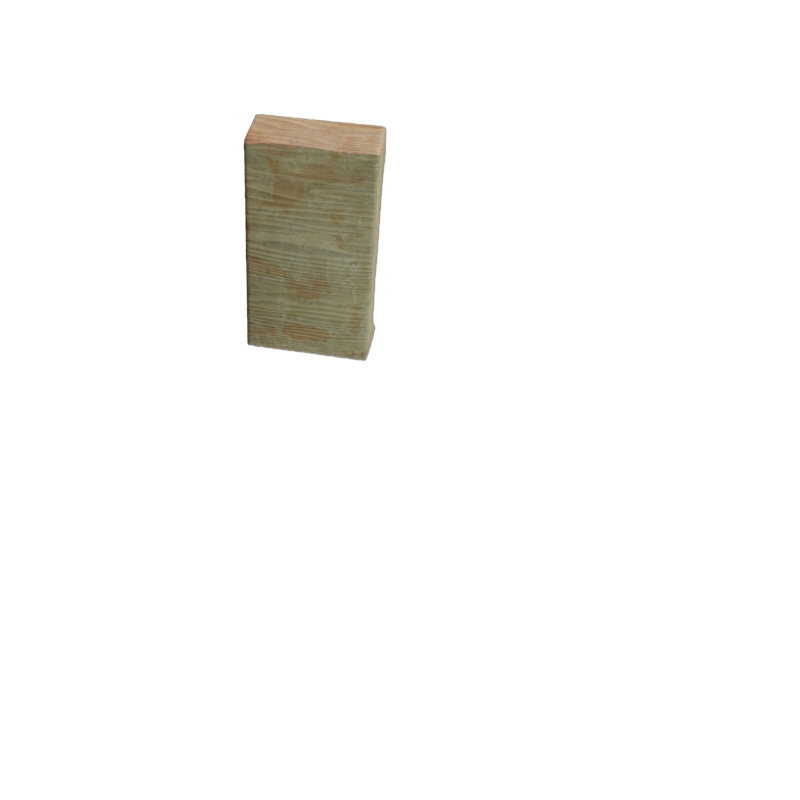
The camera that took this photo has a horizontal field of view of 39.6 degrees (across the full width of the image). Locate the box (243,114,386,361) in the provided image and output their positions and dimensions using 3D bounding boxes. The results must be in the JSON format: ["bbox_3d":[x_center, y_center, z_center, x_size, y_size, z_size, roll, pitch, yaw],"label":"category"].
[{"bbox_3d":[-0.061,-0.111,0.780,0.094,0.164,0.051,8,40,6],"label":"box"}]
